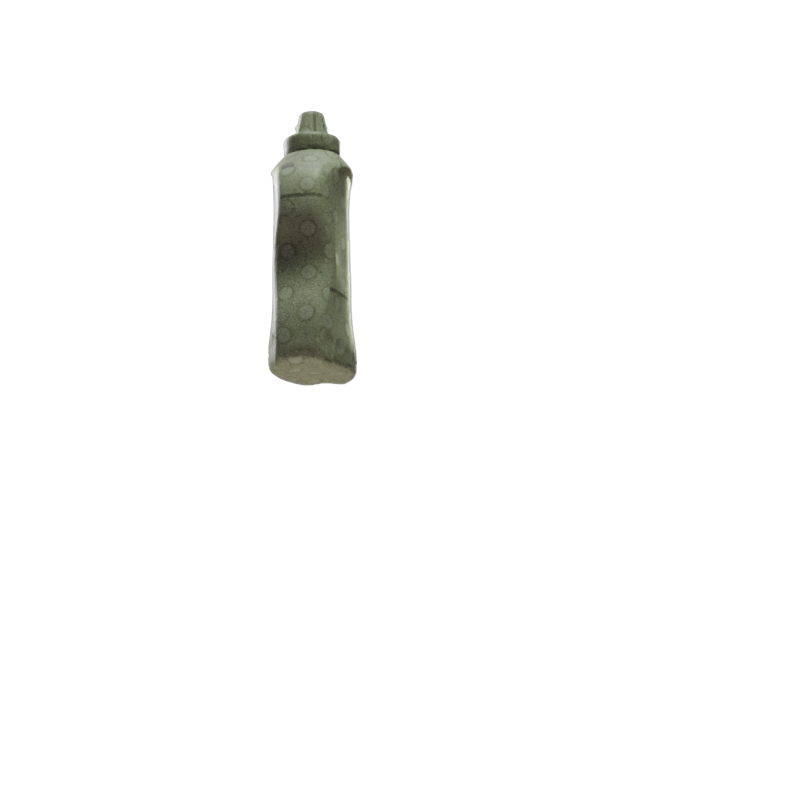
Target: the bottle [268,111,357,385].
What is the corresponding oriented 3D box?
[{"bbox_3d":[-0.061,-0.111,0.778,0.059,0.199,0.091,-4,-14,11],"label":"bottle"}]
